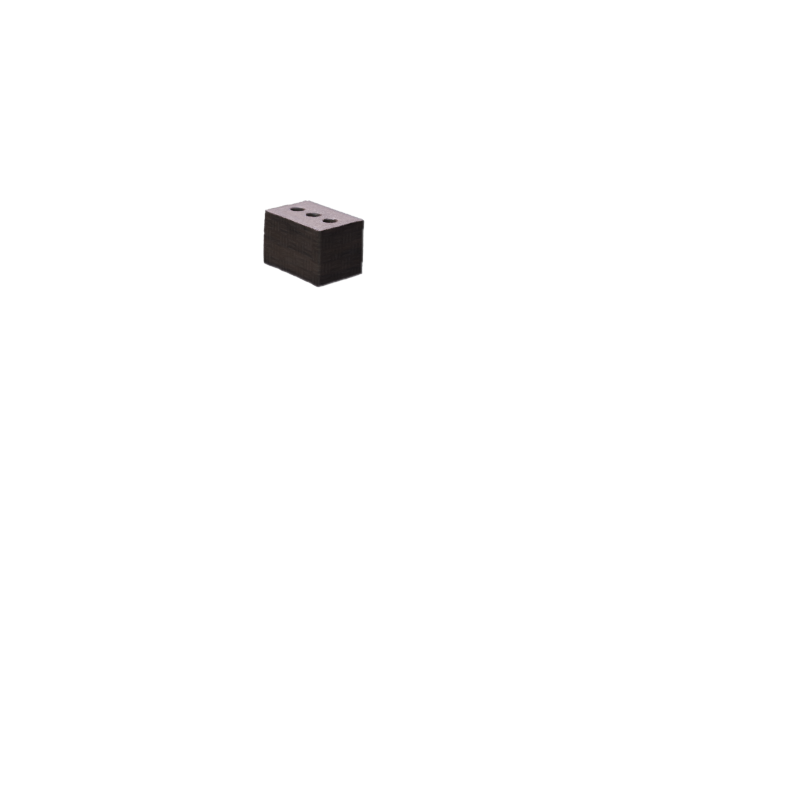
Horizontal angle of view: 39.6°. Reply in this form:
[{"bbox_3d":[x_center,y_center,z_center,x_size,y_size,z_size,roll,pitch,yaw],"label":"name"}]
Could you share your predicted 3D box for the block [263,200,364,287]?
[{"bbox_3d":[-0.075,-0.138,0.963,0.052,0.049,0.083,-19,31,-38],"label":"block"}]
